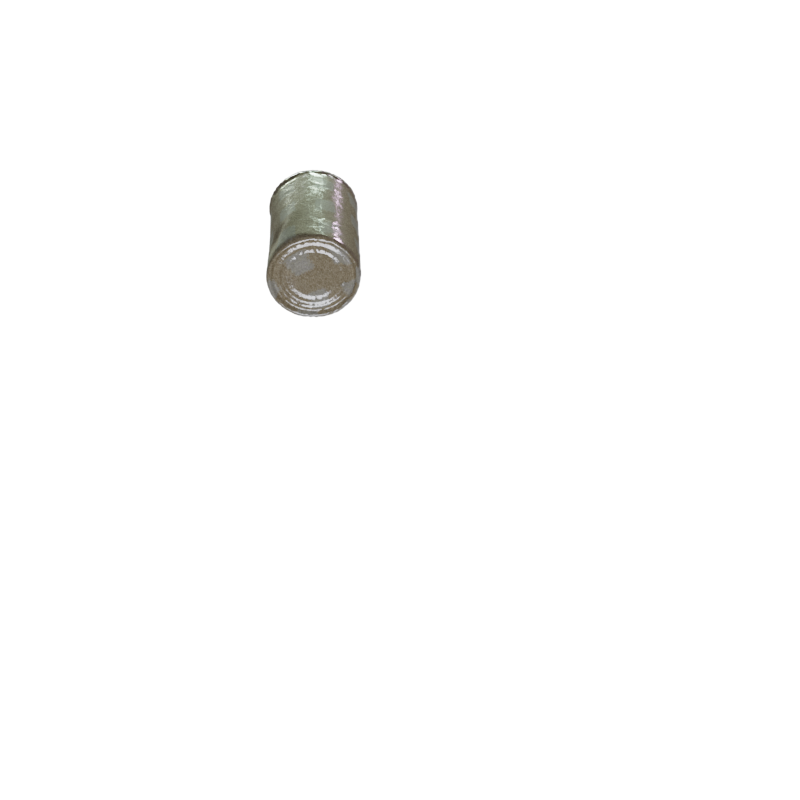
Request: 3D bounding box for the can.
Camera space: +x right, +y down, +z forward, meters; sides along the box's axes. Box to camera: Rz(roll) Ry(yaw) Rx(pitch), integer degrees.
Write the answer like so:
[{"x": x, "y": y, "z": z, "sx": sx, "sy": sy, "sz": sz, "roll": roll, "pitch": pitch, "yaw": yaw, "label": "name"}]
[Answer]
[{"x": -0.064, "y": -0.116, "z": 0.811, "sx": 0.068, "sy": 0.064, "sz": 0.109, "roll": -1, "pitch": 35, "yaw": -3, "label": "can"}]
